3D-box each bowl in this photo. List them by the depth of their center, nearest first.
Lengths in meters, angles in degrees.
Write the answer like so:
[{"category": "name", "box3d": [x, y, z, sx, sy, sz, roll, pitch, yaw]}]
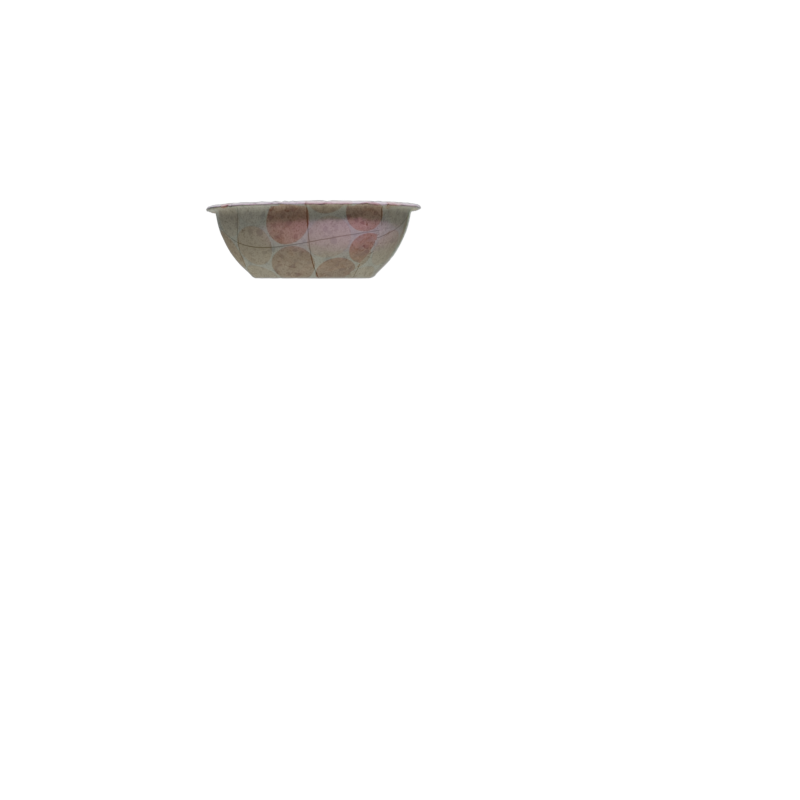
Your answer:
[{"category": "bowl", "box3d": [-0.065, -0.119, 0.836, 0.162, 0.055, 0.163, 0, 6, -2]}]
